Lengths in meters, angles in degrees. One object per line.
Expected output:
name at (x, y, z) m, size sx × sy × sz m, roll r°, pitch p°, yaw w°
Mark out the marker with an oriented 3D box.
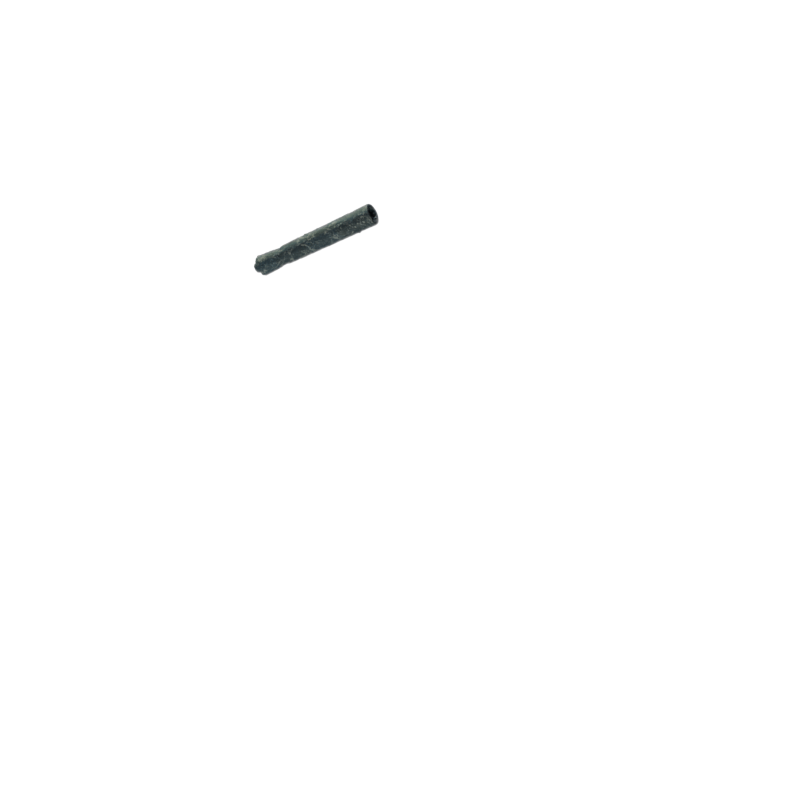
marker at (-0.073, -0.133, 0.935) m, size 0.122 × 0.020 × 0.019 m, roll -21°, pitch -6°, yaw 27°
